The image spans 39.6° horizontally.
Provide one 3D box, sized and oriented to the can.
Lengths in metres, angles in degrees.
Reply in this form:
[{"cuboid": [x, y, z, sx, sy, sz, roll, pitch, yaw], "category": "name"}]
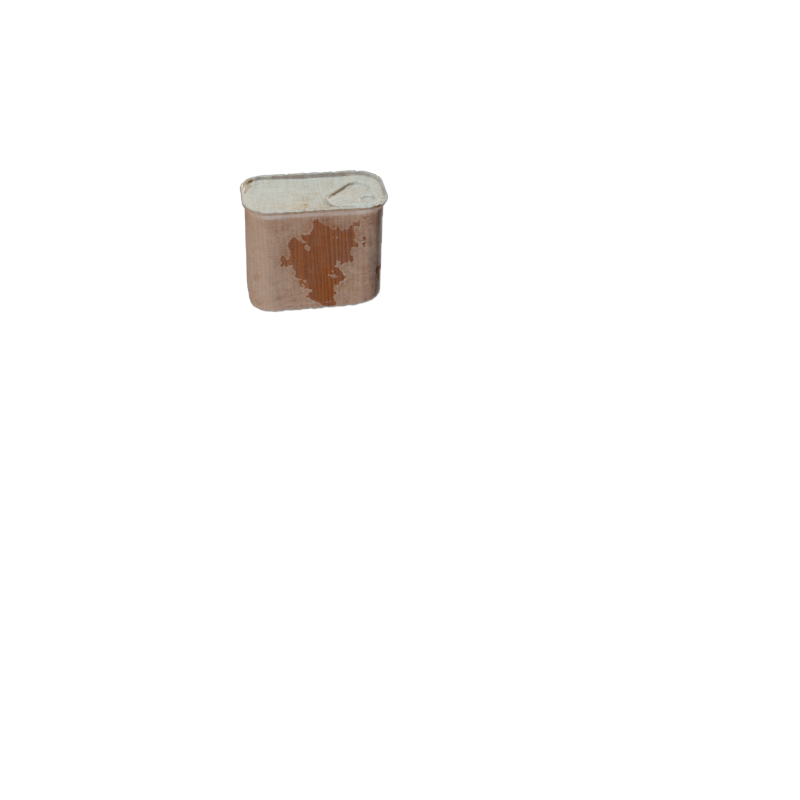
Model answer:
[{"cuboid": [-0.062, -0.114, 0.795, 0.101, 0.079, 0.062, -4, 34, -8], "category": "can"}]
